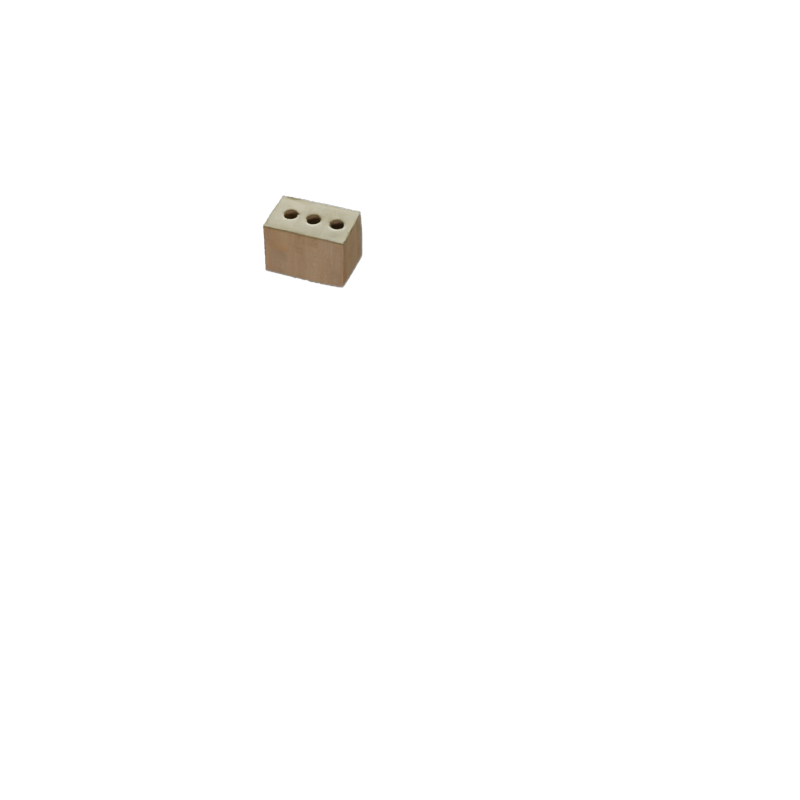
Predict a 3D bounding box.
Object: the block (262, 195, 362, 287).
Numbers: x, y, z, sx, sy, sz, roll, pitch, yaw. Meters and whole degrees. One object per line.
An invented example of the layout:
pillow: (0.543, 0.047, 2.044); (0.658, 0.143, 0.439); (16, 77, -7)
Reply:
block: (-0.078, -0.142, 0.996); (0.080, 0.048, 0.055); (13, 42, 14)
